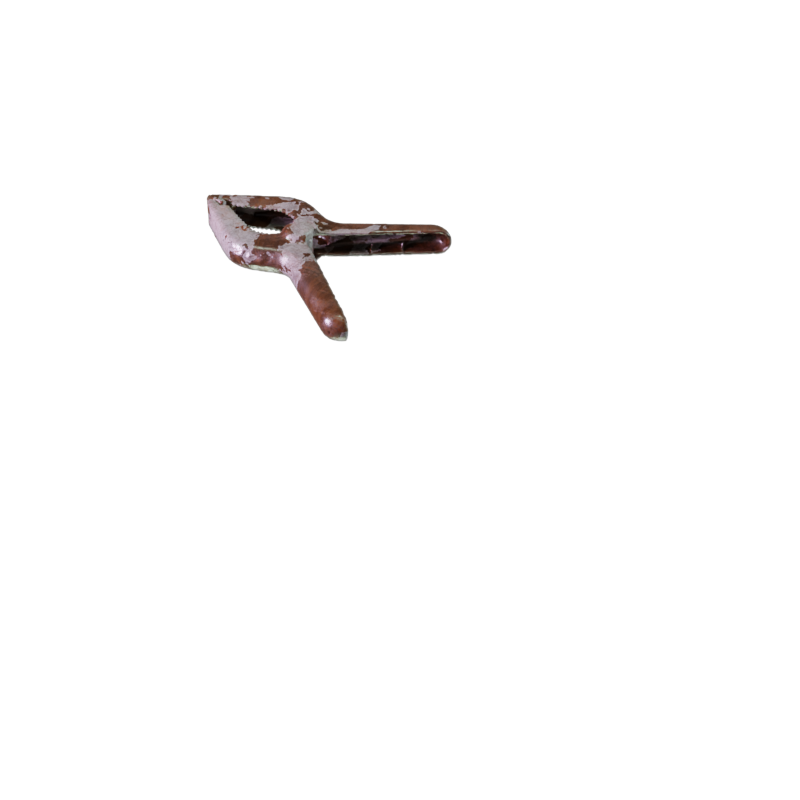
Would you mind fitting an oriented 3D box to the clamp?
[{"bbox_3d":[-0.073,-0.134,0.937,0.223,0.034,0.165,29,46,32],"label":"clamp"}]
